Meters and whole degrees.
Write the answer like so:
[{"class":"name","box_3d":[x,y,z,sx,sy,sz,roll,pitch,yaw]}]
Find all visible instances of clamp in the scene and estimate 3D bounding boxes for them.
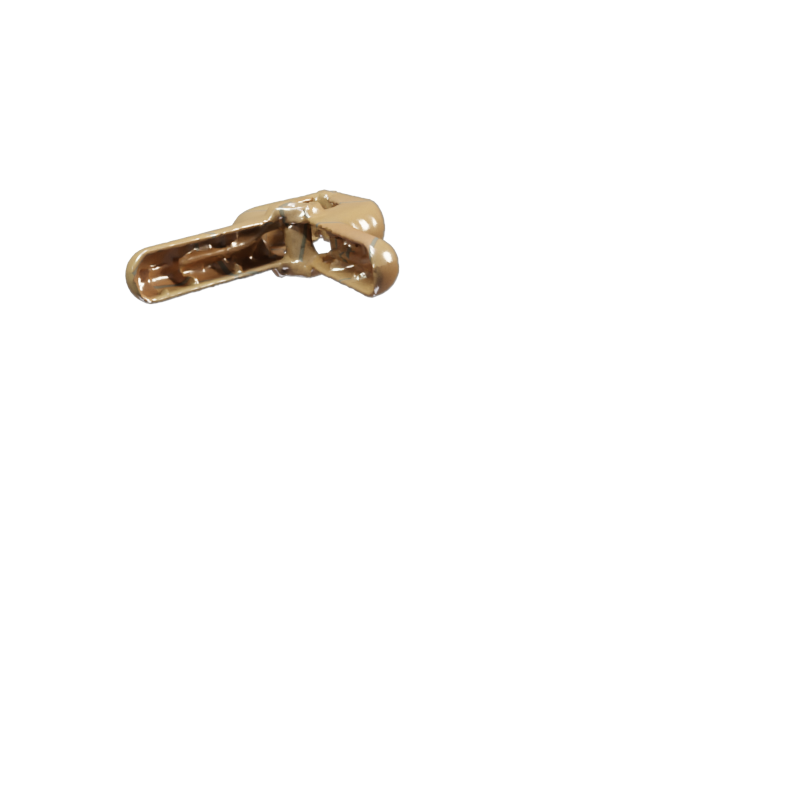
[{"class":"clamp","box_3d":[-0.042,-0.077,0.538,0.123,0.038,0.174,7,23,17]}]
